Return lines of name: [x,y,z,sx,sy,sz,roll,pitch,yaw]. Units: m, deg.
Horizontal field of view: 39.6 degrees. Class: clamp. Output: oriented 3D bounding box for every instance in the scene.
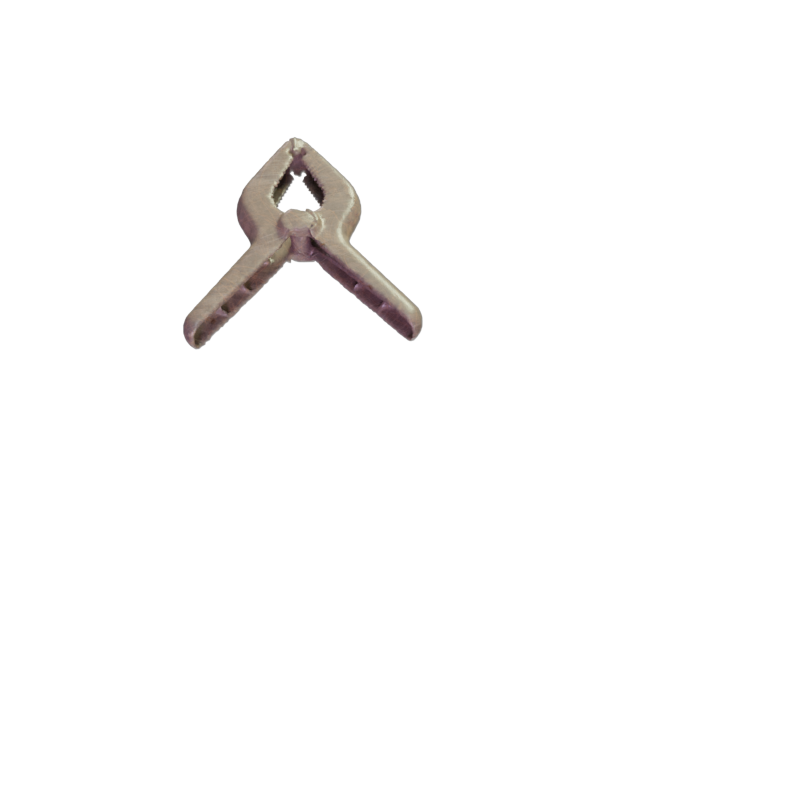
clamp: [-0.065,-0.118,0.825,0.165,0.225,0.034,2,-42,2]
